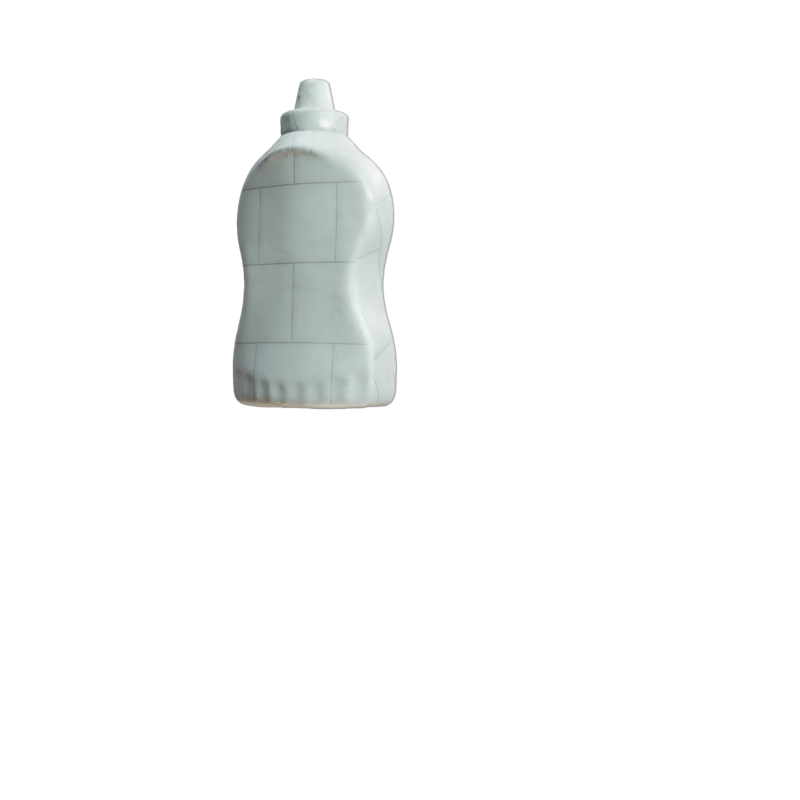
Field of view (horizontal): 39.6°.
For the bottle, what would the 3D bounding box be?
[{"bbox_3d":[-0.051,-0.093,0.649,0.099,0.194,0.056,-3,-6,30],"label":"bottle"}]
